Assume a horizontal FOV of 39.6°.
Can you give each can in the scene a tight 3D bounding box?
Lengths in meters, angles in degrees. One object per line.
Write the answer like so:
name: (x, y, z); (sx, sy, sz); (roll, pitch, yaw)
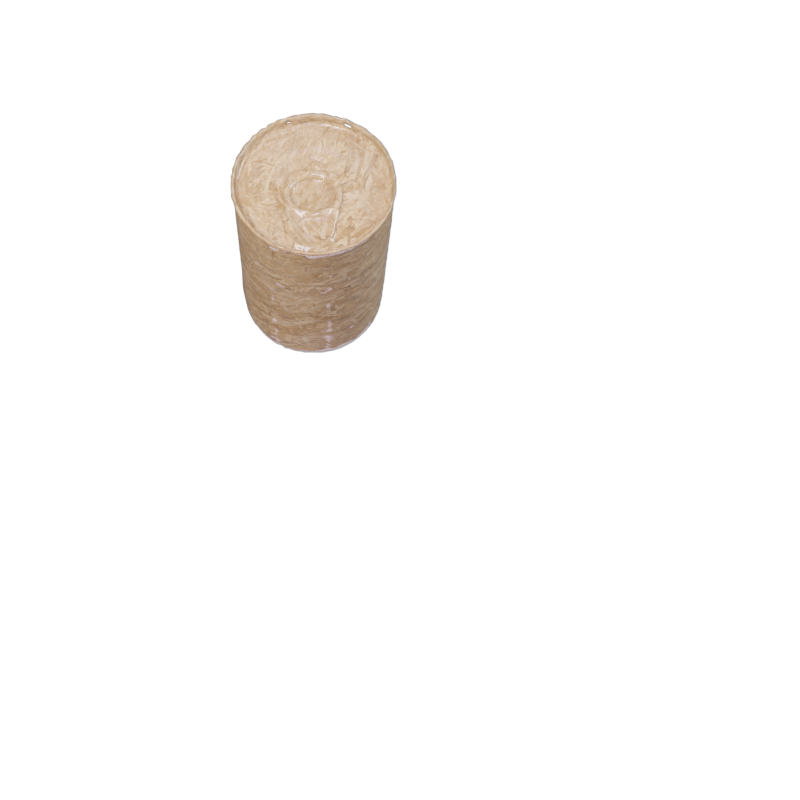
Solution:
can: (-0.039, -0.071, 0.495); (0.068, 0.073, 0.097); (0, -25, -3)
